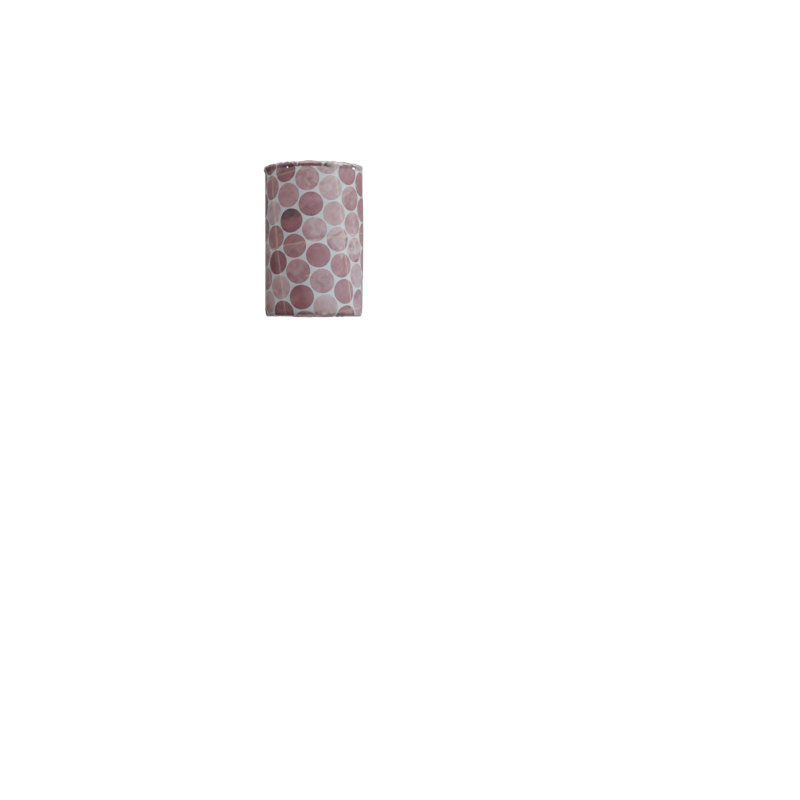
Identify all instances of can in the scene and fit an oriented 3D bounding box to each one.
[{"bbox_3d":[-0.059,-0.108,0.755,0.068,0.103,0.068,0,-2,-2],"label":"can"}]
